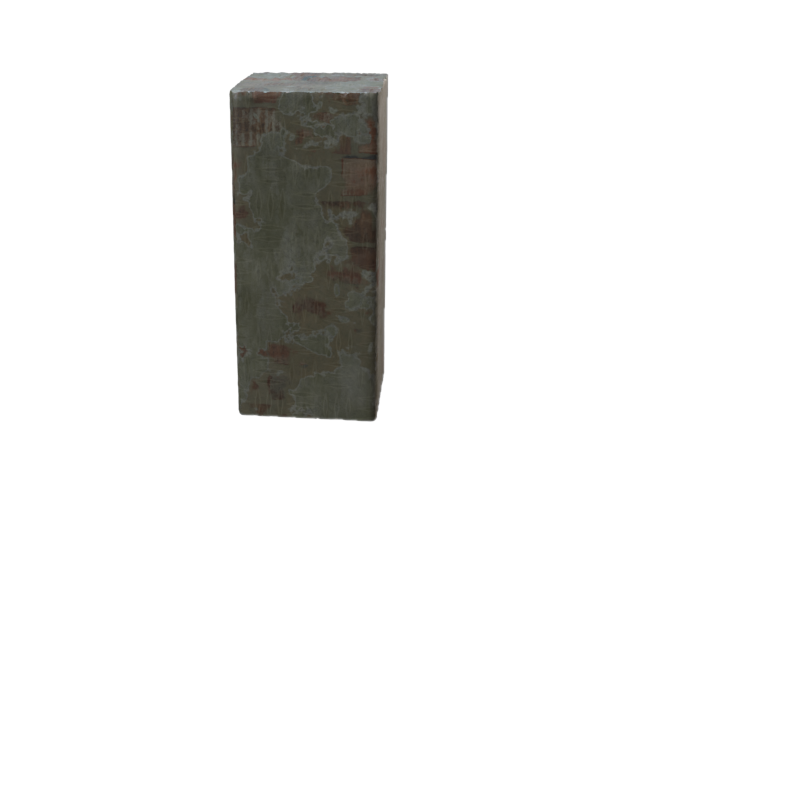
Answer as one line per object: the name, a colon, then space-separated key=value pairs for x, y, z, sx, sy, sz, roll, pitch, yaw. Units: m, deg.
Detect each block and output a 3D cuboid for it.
block: x=-0.056 y=-0.101 z=0.709 sx=0.091 sy=0.198 sz=0.093 roll=2 pitch=18 yaw=4
